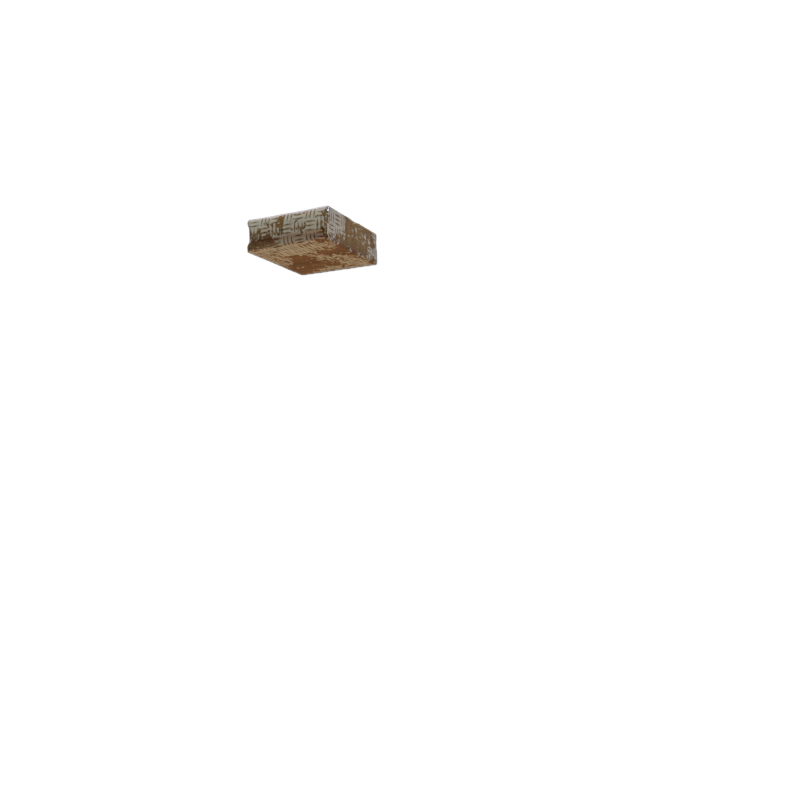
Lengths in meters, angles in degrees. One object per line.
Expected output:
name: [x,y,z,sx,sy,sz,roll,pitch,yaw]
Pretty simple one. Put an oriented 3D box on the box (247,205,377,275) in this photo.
box: [-0.070,-0.128,0.894,0.075,0.031,0.084,-6,-12,27]
